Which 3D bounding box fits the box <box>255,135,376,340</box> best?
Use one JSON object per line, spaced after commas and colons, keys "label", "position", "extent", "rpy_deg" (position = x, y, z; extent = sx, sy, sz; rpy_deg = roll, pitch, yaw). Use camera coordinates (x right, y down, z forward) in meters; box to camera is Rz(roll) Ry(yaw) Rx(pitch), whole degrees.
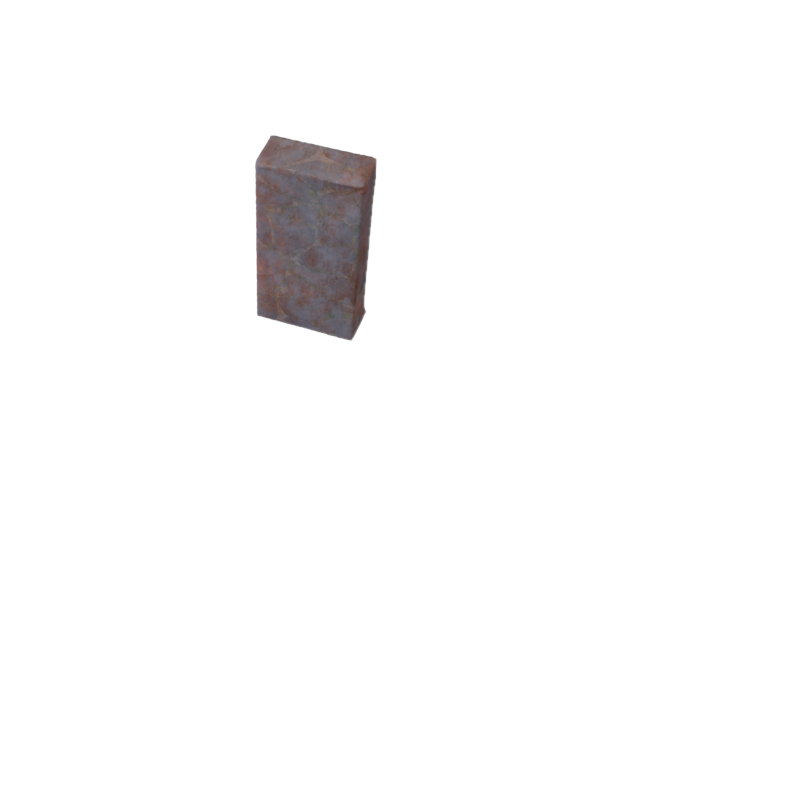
{"label": "box", "position": [-0.073, -0.133, 0.933], "extent": [0.095, 0.050, 0.164], "rpy_deg": [15, -41, 10]}
